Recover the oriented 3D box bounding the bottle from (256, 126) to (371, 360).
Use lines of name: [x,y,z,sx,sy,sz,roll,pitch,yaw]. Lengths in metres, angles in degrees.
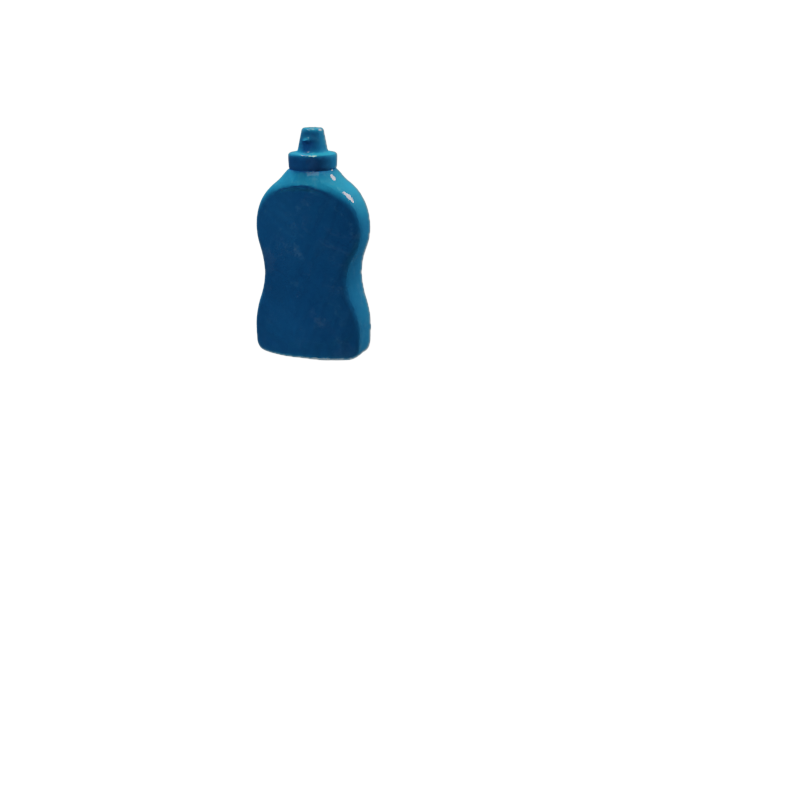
bottle: [-0.073,-0.133,0.932,0.099,0.187,0.058,6,12,22]
